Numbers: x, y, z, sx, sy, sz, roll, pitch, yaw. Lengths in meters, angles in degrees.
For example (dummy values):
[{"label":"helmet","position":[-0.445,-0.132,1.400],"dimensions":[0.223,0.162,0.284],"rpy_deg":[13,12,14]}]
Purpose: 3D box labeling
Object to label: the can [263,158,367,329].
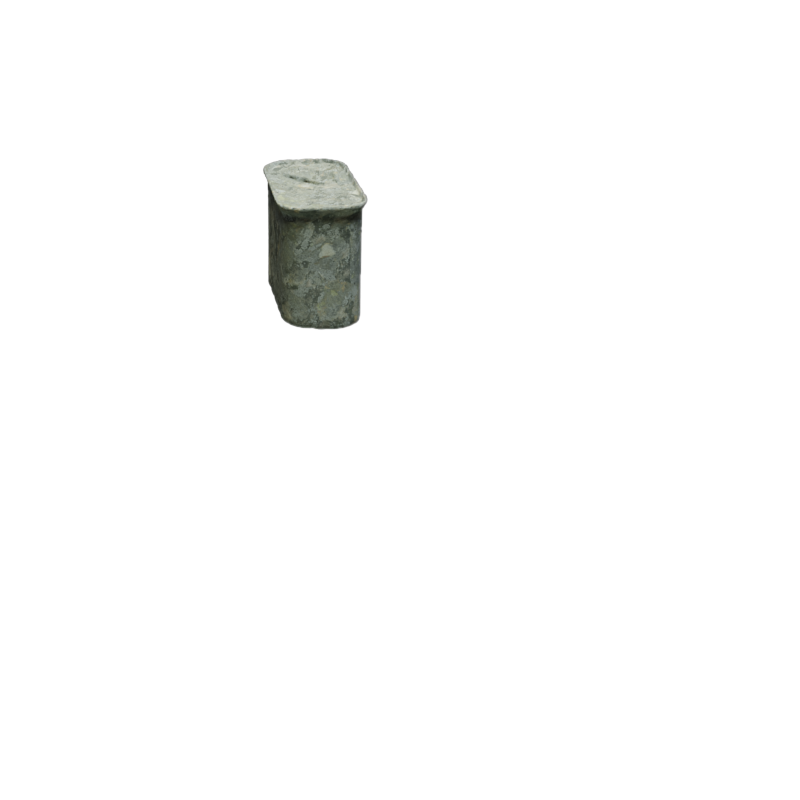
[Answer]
[{"label":"can","position":[-0.057,-0.104,0.728],"dimensions":[0.057,0.080,0.109],"rpy_deg":[-4,27,-12]}]
